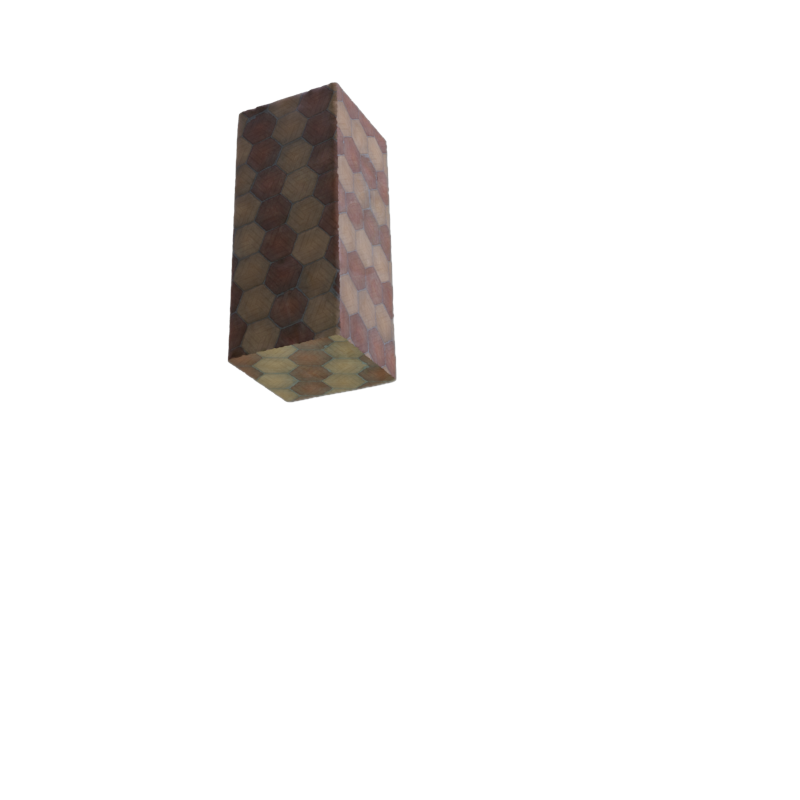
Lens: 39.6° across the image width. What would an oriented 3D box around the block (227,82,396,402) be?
[{"bbox_3d":[-0.064,-0.116,0.814,0.091,0.219,0.084,-14,-30,22],"label":"block"}]
